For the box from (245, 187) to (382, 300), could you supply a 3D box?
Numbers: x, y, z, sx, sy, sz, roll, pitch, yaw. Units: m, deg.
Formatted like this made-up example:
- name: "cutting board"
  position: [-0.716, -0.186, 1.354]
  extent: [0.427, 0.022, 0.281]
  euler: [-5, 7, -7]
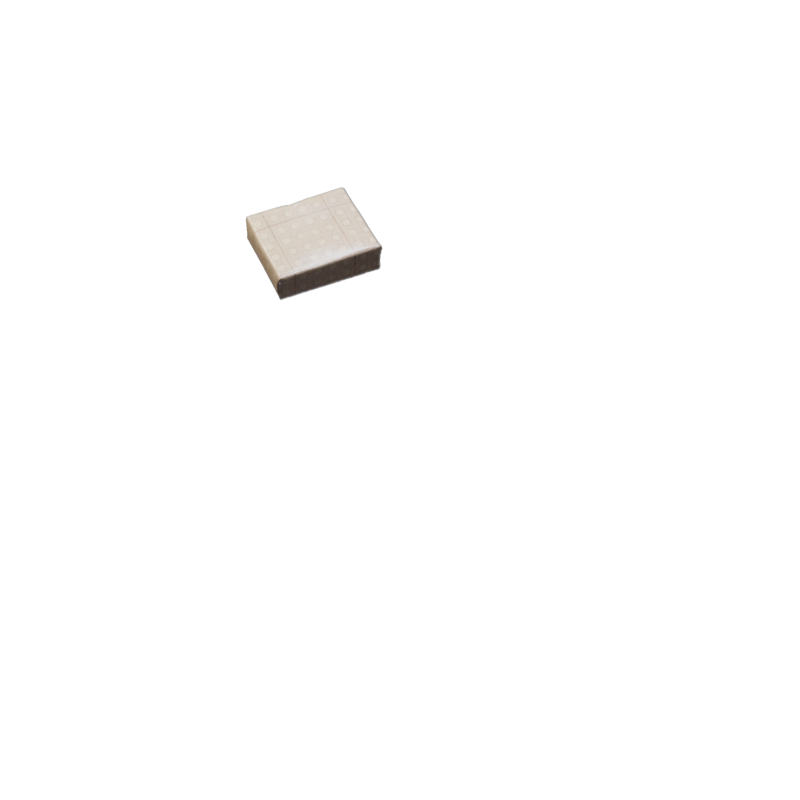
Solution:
- name: "box"
  position: [-0.069, -0.126, 0.882]
  extent: [0.088, 0.079, 0.028]
  euler: [-19, -36, -15]
